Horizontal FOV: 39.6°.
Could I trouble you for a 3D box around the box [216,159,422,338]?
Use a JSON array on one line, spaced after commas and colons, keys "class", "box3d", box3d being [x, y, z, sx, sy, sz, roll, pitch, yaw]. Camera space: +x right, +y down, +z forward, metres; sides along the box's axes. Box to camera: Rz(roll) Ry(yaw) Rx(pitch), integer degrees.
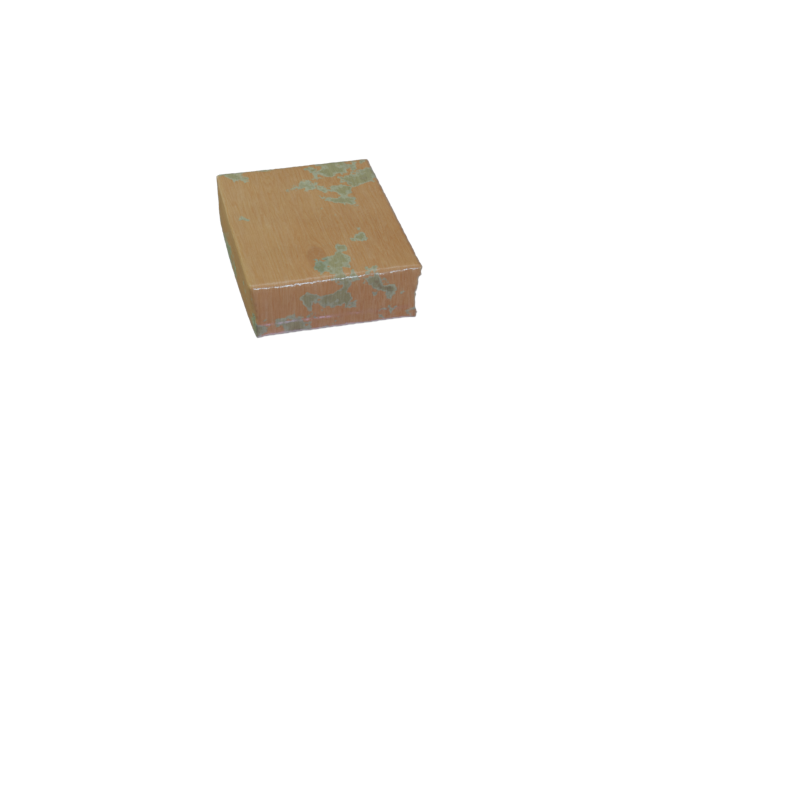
[{"class": "box", "box3d": [-0.047, -0.086, 0.603, 0.089, 0.036, 0.123, -10, 43, -11]}]
